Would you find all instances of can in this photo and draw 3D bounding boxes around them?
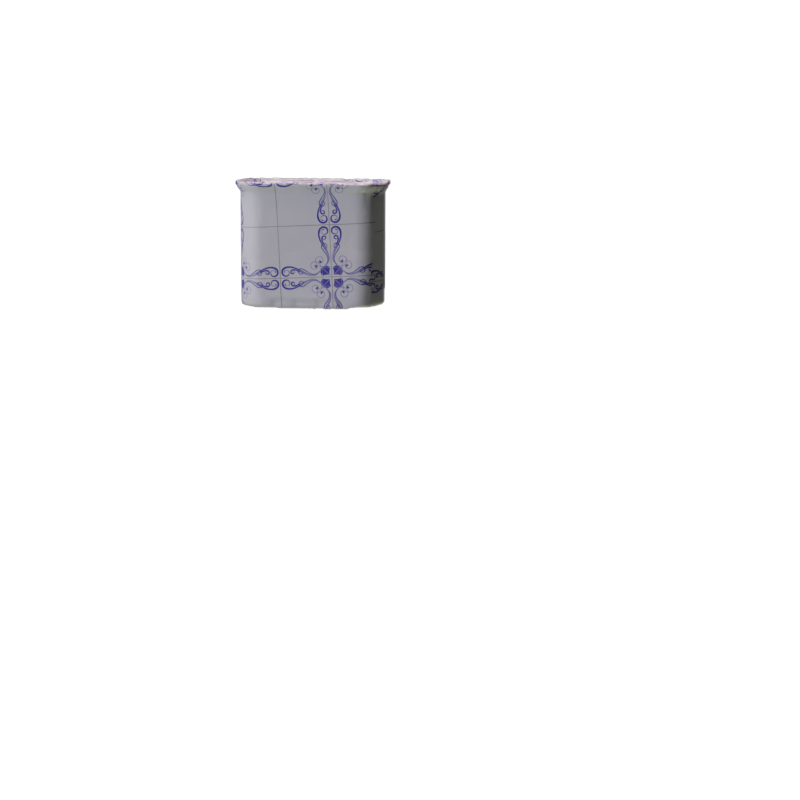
[{"bbox_3d":[-0.058,-0.107,0.747,0.103,0.082,0.058,2,9,8],"label":"can"}]
